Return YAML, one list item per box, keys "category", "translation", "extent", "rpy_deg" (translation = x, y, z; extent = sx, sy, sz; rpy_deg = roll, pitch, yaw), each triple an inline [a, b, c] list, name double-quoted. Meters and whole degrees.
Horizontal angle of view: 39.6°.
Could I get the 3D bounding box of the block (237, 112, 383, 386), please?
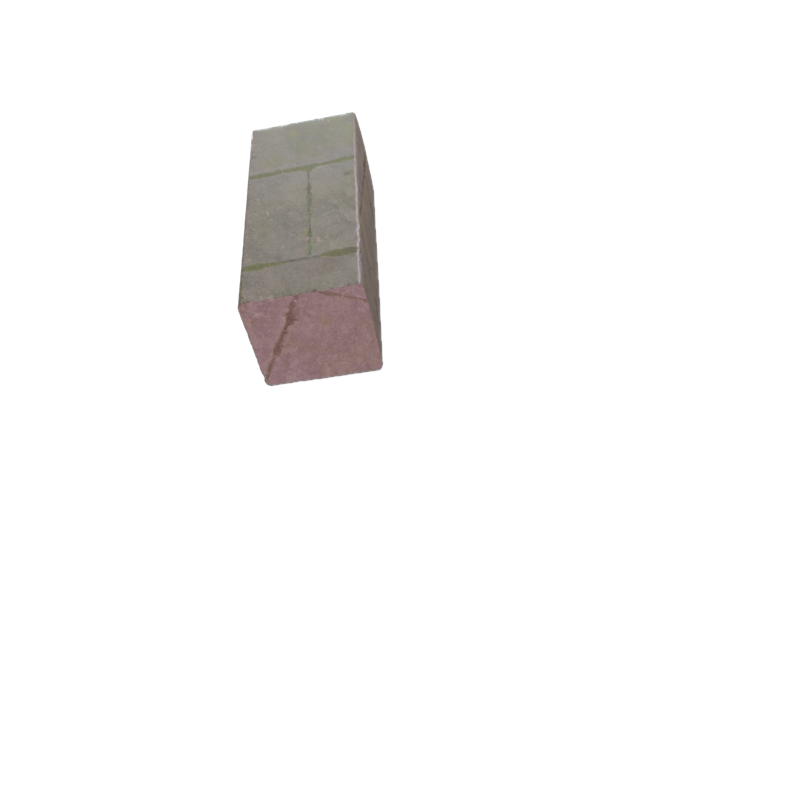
- category: "block"
  translation: [-0.067, -0.122, 0.860]
  extent: [0.091, 0.221, 0.083]
  rpy_deg: [-9, -45, 6]
